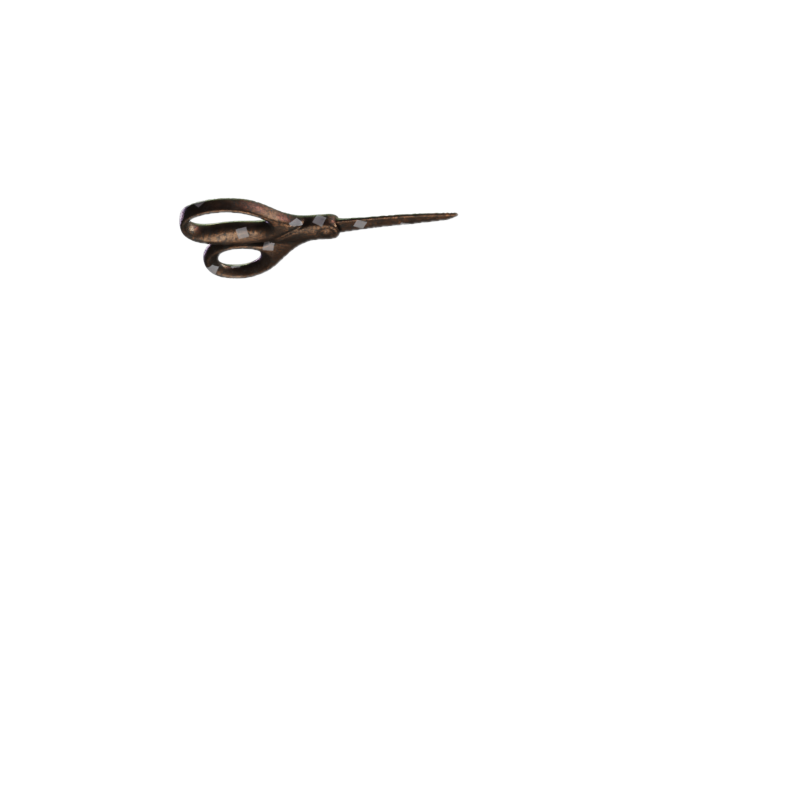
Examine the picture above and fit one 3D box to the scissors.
[{"bbox_3d":[-0.065,-0.119,0.834,0.200,0.017,0.091,4,-31,-7],"label":"scissors"}]
